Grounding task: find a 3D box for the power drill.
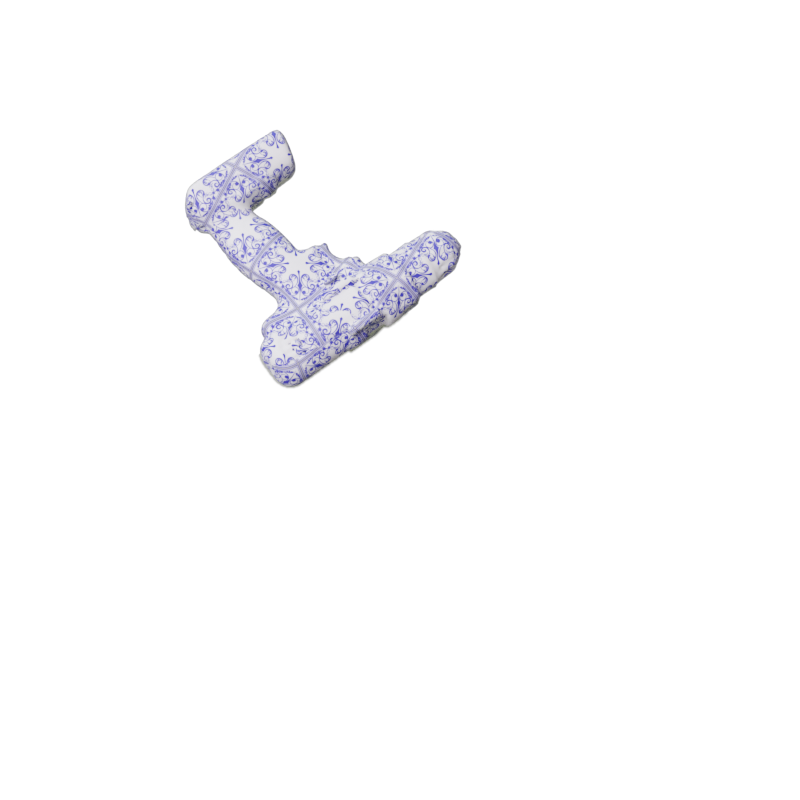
[{"bbox_3d":[-0.070,-0.128,0.895,0.185,0.198,0.054,-35,-20,-15],"label":"power drill"}]
